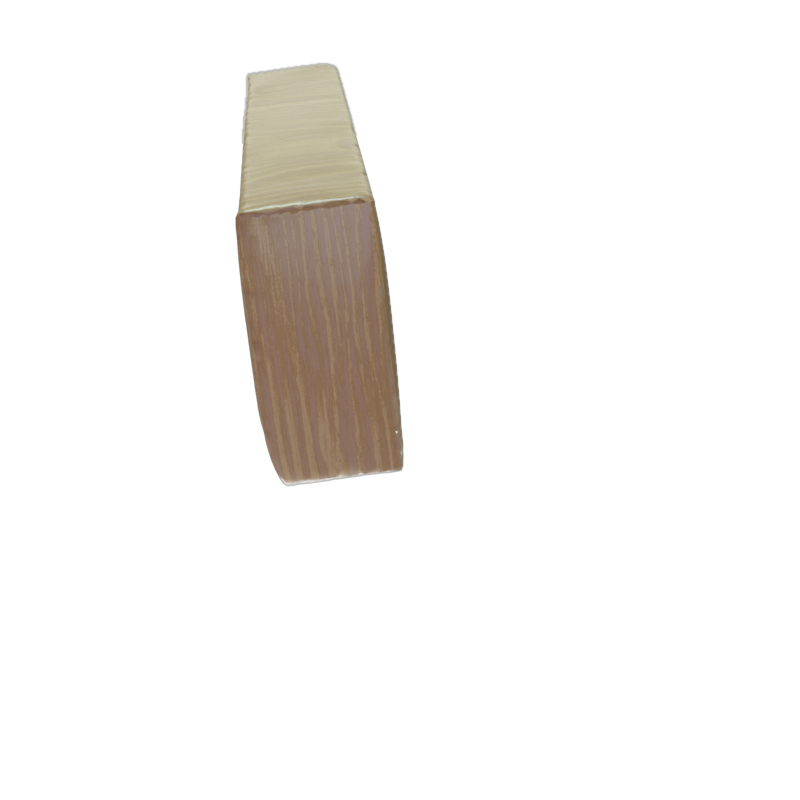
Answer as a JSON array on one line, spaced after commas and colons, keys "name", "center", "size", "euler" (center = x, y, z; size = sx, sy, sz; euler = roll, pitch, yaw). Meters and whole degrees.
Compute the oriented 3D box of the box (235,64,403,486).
[{"name": "box", "center": [-0.031, -0.058, 0.402], "size": [0.048, 0.088, 0.186], "euler": [-6, 28, -1]}]
